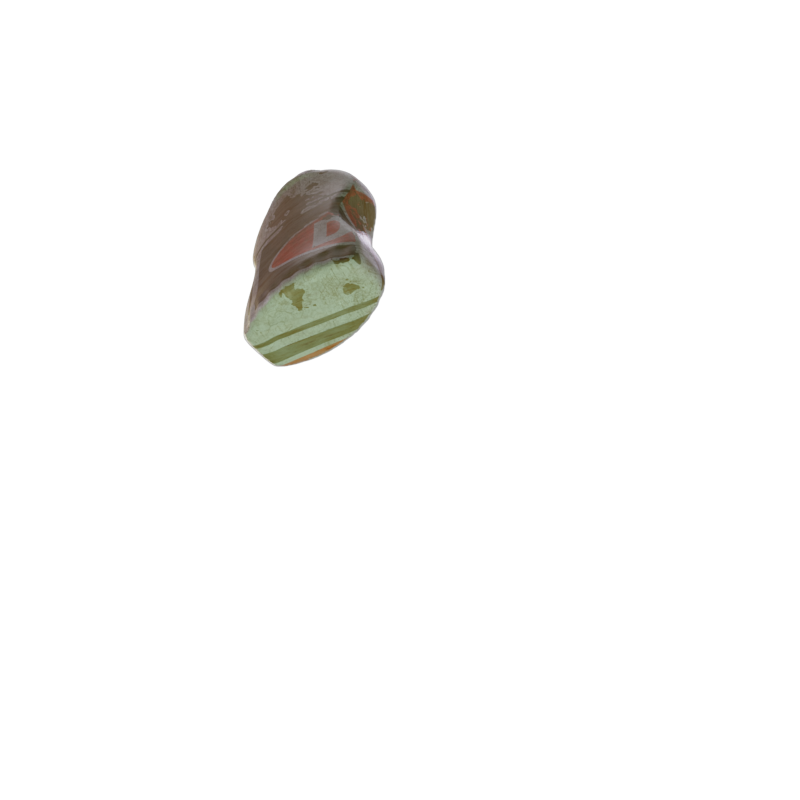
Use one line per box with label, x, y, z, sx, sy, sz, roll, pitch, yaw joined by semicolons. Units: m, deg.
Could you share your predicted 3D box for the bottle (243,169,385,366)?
bottle;-0.060;-0.109;0.768;0.095;0.055;0.205;-36;30;20
